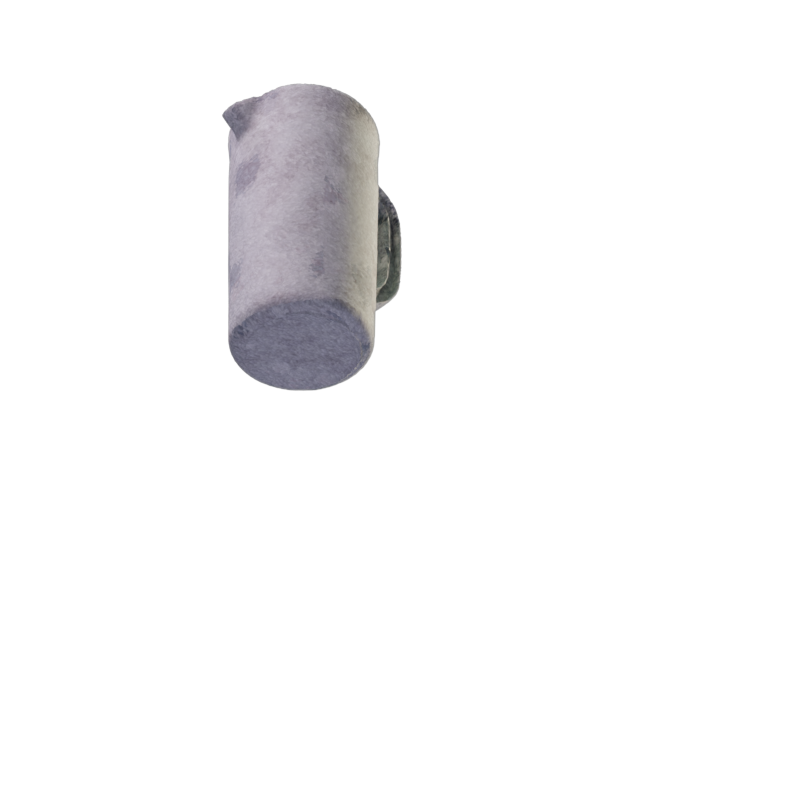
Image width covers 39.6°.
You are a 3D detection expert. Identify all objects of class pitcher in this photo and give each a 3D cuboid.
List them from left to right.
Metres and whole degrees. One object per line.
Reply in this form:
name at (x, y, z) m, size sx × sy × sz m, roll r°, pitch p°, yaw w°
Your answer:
pitcher at (-0.070, -0.128, 0.896) m, size 0.149 × 0.261 × 0.135 m, roll -3°, pitch -41°, yaw 0°
